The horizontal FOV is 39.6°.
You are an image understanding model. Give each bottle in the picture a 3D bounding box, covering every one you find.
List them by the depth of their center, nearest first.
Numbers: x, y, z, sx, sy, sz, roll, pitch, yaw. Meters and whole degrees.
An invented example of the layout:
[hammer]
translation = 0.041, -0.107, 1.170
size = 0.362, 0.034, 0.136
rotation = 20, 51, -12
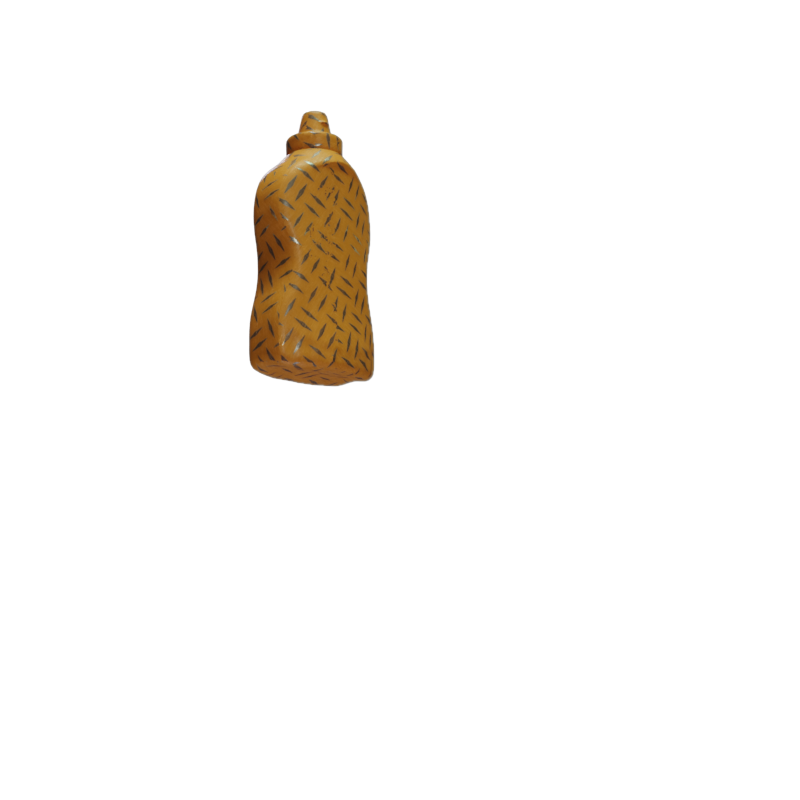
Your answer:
[bottle]
translation = -0.060, -0.111, 0.774
size = 0.059, 0.199, 0.091
rotation = -16, -22, 41
